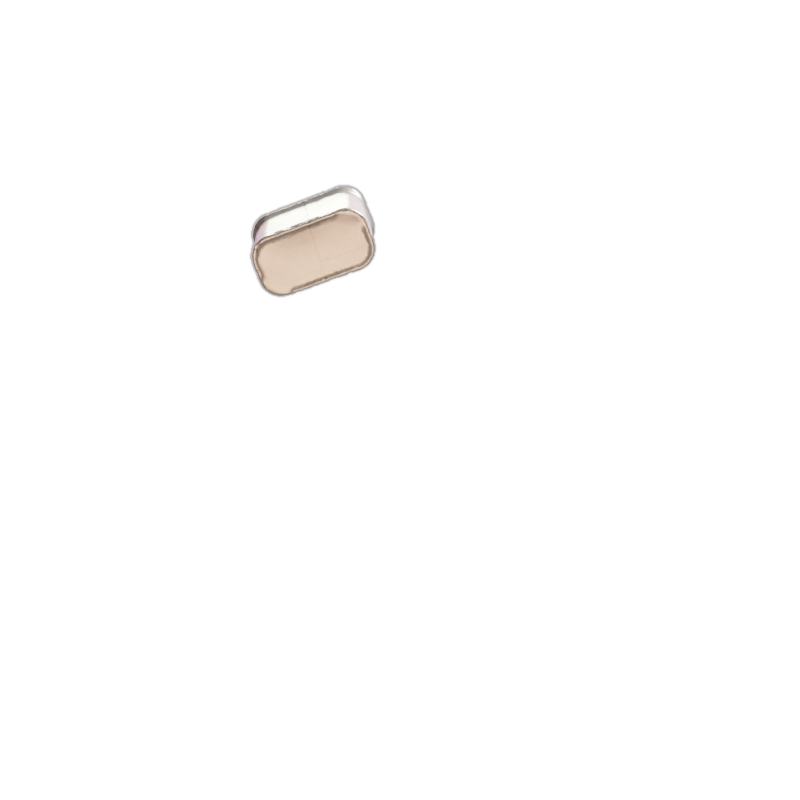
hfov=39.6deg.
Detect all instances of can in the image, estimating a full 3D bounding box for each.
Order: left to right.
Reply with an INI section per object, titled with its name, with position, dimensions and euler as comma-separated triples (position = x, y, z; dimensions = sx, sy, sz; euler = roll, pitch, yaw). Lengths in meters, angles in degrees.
[can]
position = -0.071, -0.130, 0.908
dimensions = 0.102, 0.055, 0.087
euler = -20, 18, 4
